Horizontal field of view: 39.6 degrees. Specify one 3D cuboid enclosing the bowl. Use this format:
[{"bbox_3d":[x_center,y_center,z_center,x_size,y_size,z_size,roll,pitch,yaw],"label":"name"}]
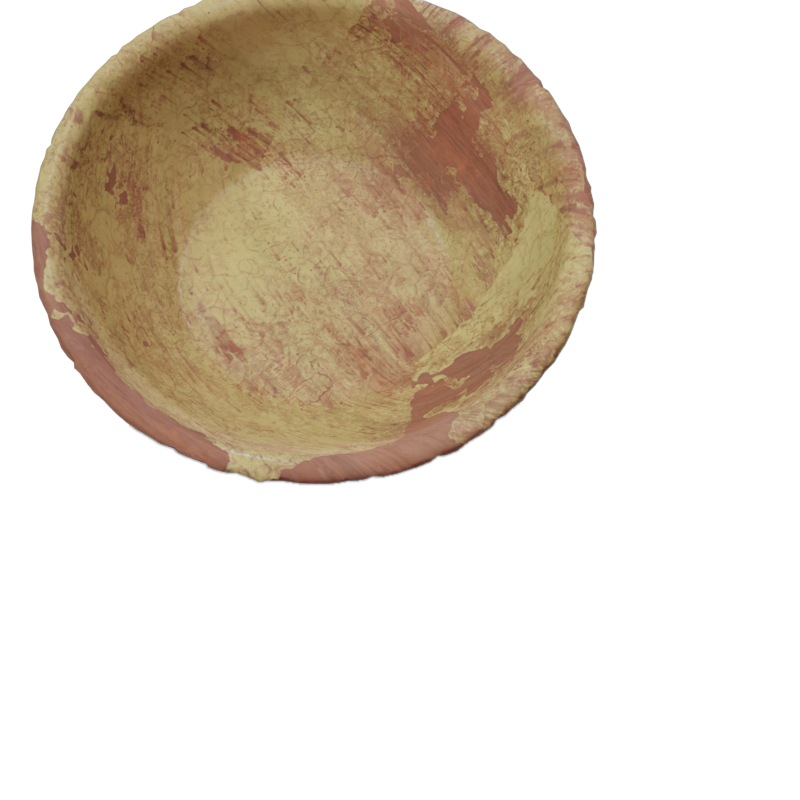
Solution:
[{"bbox_3d":[-0.027,-0.049,0.340,0.162,0.171,0.052,-1,-24,-1],"label":"bowl"}]
